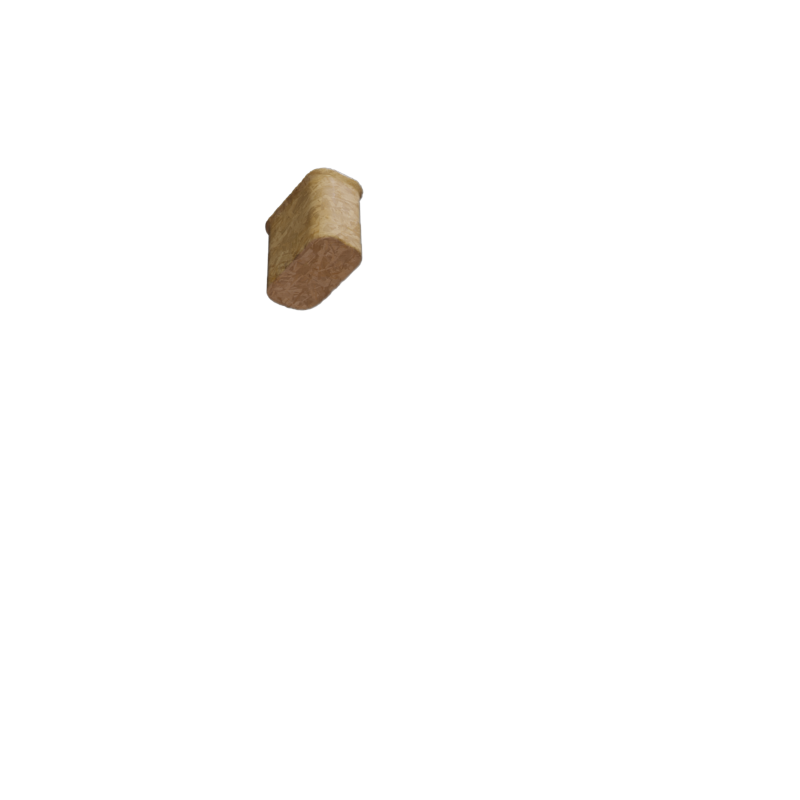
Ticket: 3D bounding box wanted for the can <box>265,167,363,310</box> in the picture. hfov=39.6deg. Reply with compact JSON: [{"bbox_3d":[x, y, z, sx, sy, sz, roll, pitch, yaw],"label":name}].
[{"bbox_3d":[-0.076,-0.139,0.974,0.055,0.090,0.100,24,-47,-28],"label":"can"}]
